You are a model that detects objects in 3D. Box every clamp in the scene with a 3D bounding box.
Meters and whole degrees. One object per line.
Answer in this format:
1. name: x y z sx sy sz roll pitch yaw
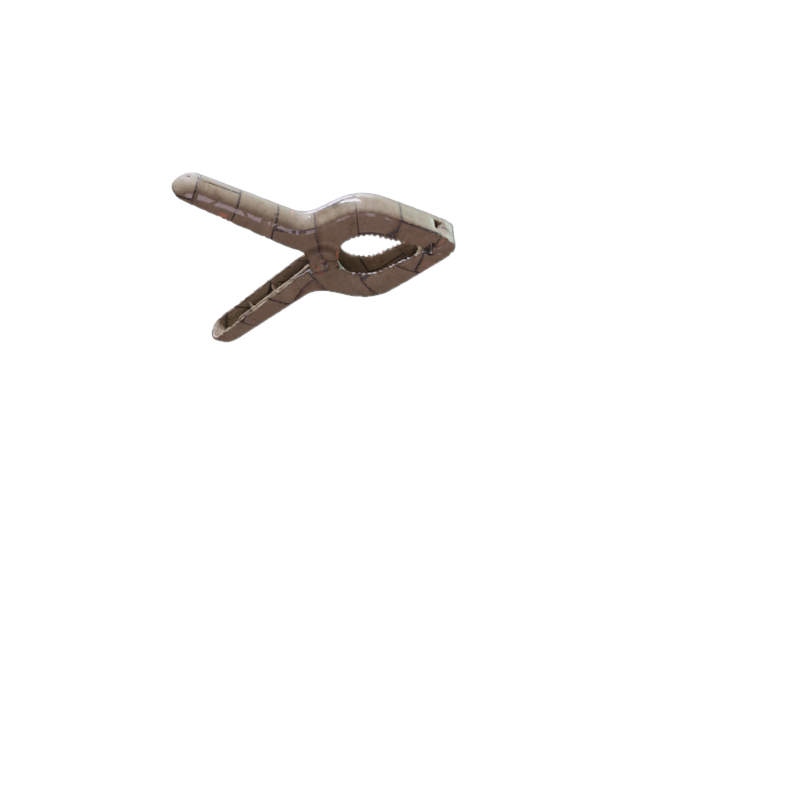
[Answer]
1. clamp: -0.066 -0.120 0.844 0.211 0.039 0.152 -9 -46 9
